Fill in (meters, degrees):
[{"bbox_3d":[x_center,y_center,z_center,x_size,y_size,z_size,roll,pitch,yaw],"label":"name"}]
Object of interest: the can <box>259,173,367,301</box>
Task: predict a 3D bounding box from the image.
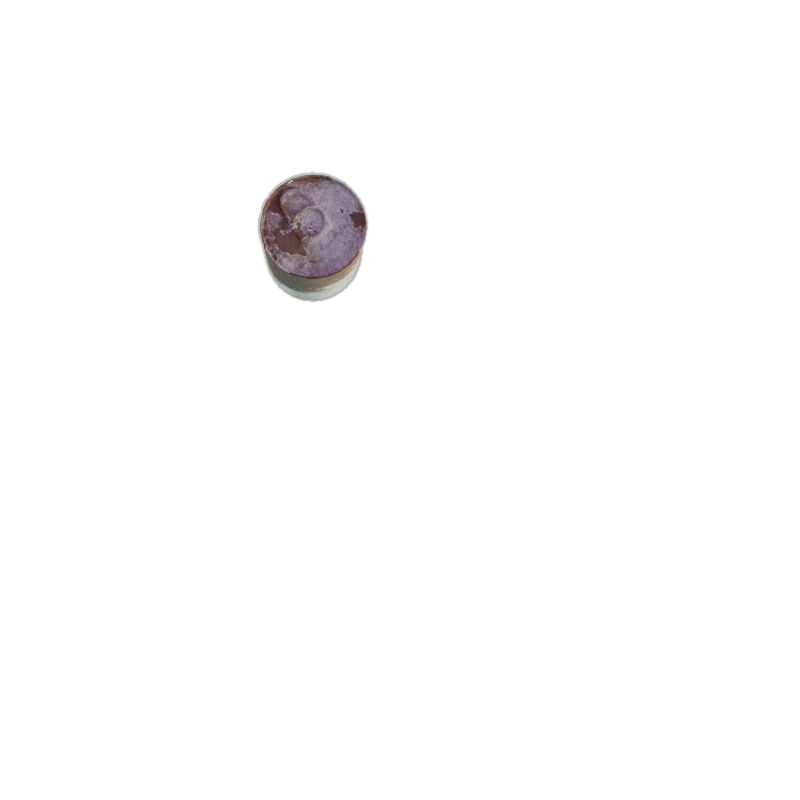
[{"bbox_3d":[-0.058,-0.106,0.745,0.068,0.070,0.100,0,-6,-3],"label":"can"}]
